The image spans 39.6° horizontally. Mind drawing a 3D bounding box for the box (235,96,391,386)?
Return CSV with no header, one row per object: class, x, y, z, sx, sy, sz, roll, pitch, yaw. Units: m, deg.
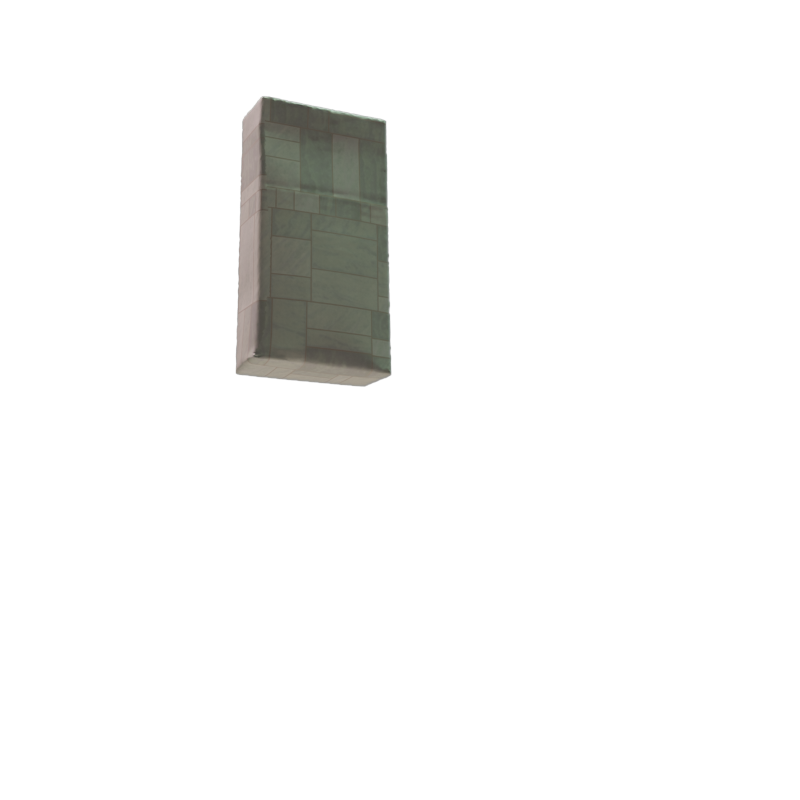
box,-0.056,-0.102,0.716,0.090,0.185,0.047,7,-22,-23
